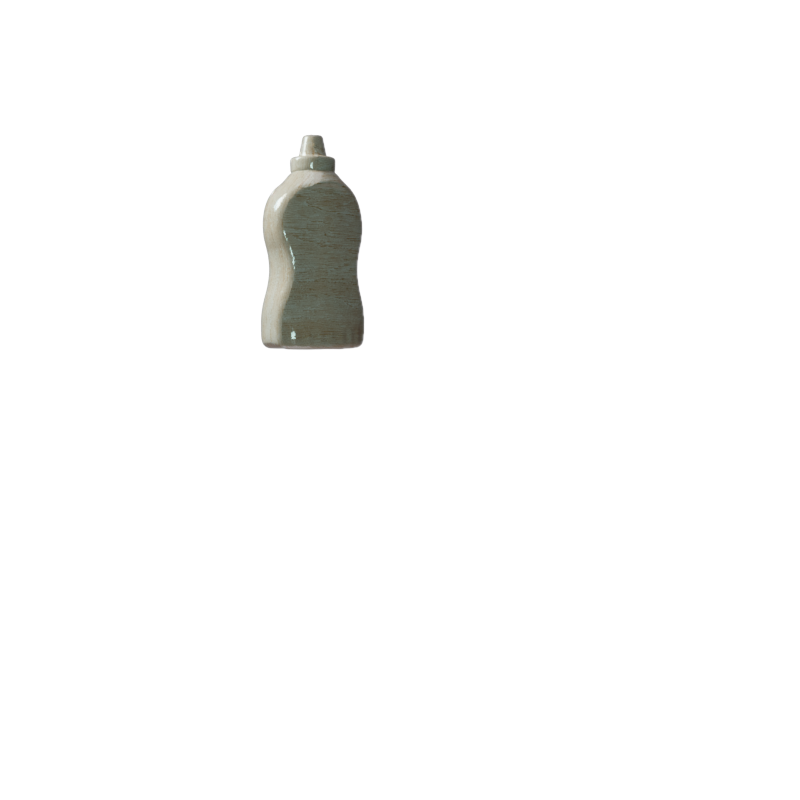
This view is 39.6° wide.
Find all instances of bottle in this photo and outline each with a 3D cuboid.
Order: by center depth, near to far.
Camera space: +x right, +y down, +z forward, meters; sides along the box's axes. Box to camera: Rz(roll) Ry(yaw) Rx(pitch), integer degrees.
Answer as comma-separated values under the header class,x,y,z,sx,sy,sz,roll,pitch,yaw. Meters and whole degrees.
class,x,y,z,sx,sy,sz,roll,pitch,yaw
bottle,-0.078,-0.142,0.997,0.092,0.193,0.060,1,-3,-35
